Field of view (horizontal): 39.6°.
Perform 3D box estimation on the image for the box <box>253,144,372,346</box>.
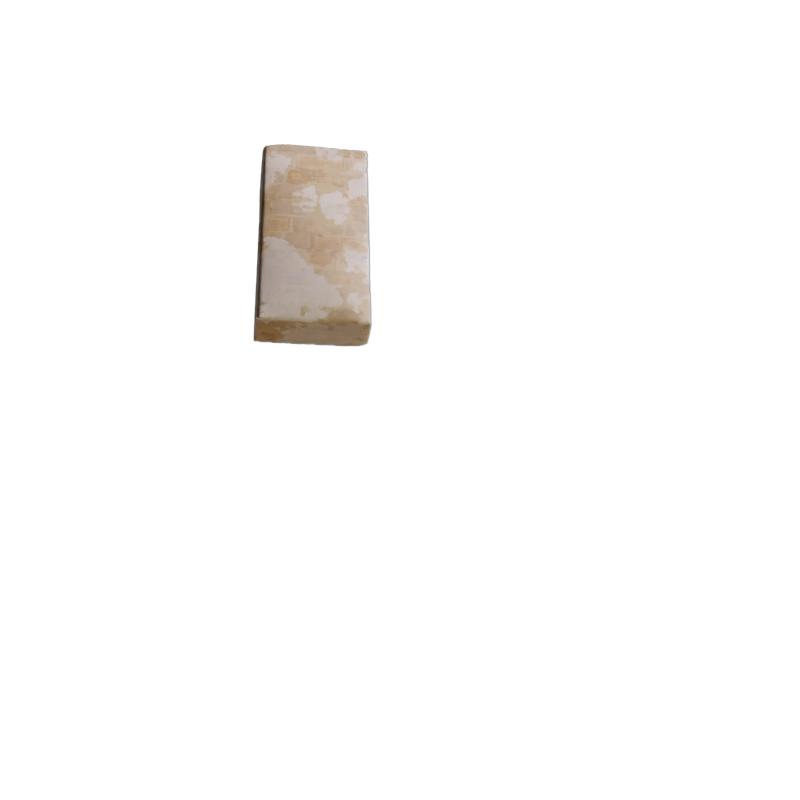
[{"bbox_3d":[-0.072,-0.132,0.921,0.092,0.188,0.045,2,-30,-7],"label":"box"}]
